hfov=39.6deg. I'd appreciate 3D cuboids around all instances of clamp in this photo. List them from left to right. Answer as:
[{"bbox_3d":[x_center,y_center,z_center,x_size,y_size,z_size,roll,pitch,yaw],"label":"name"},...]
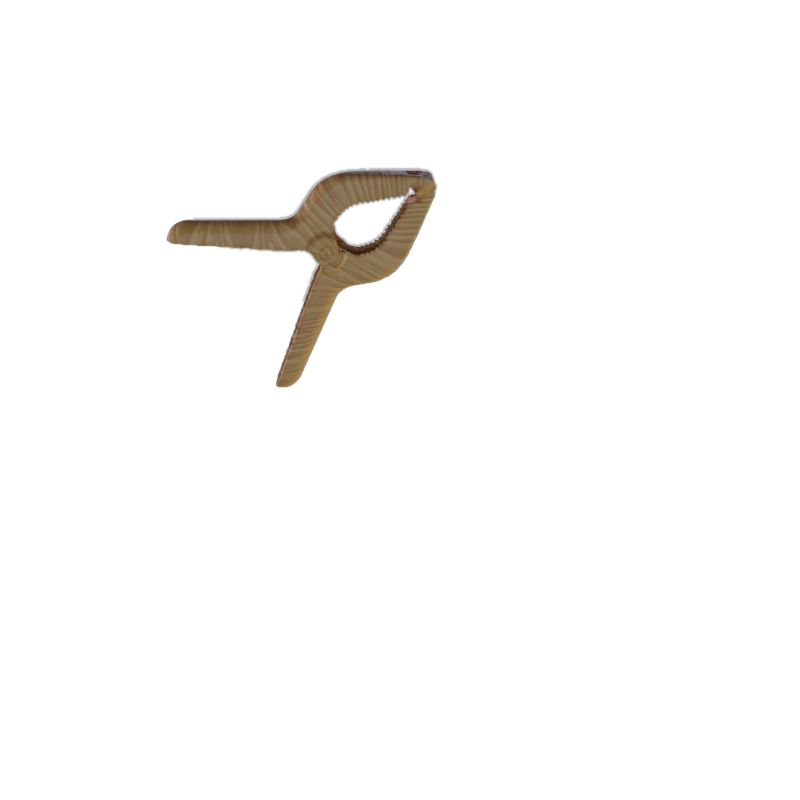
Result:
[{"bbox_3d":[-0.069,-0.126,0.879,0.209,0.158,0.038,-38,16,13],"label":"clamp"}]
